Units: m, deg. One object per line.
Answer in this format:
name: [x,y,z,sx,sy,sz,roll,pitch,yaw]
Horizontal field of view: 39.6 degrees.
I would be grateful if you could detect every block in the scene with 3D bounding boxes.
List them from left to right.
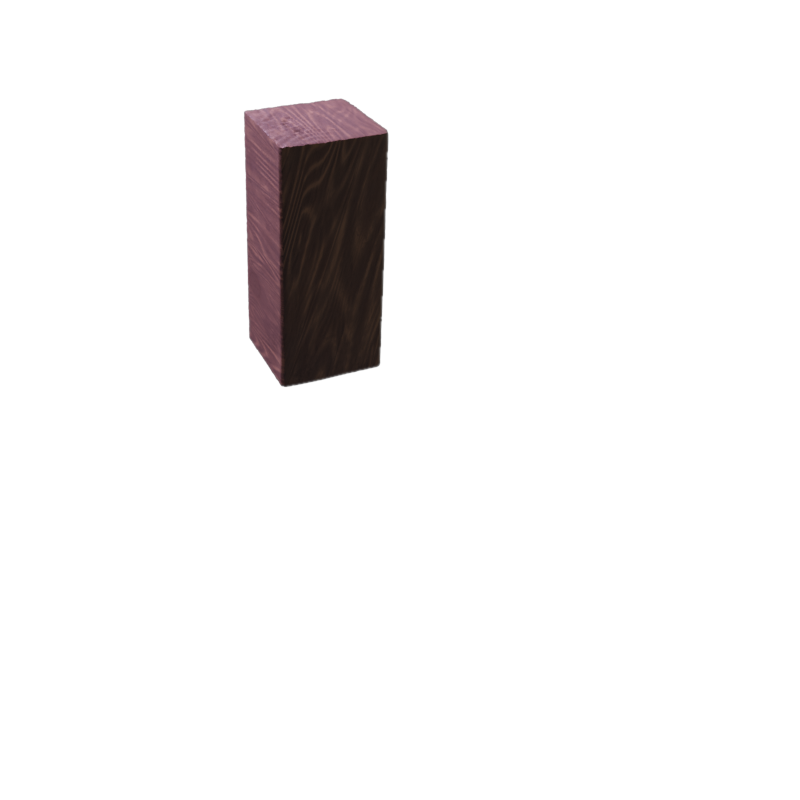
block: [-0.069,-0.128,0.896,0.088,0.195,0.098,-10,30,-22]
